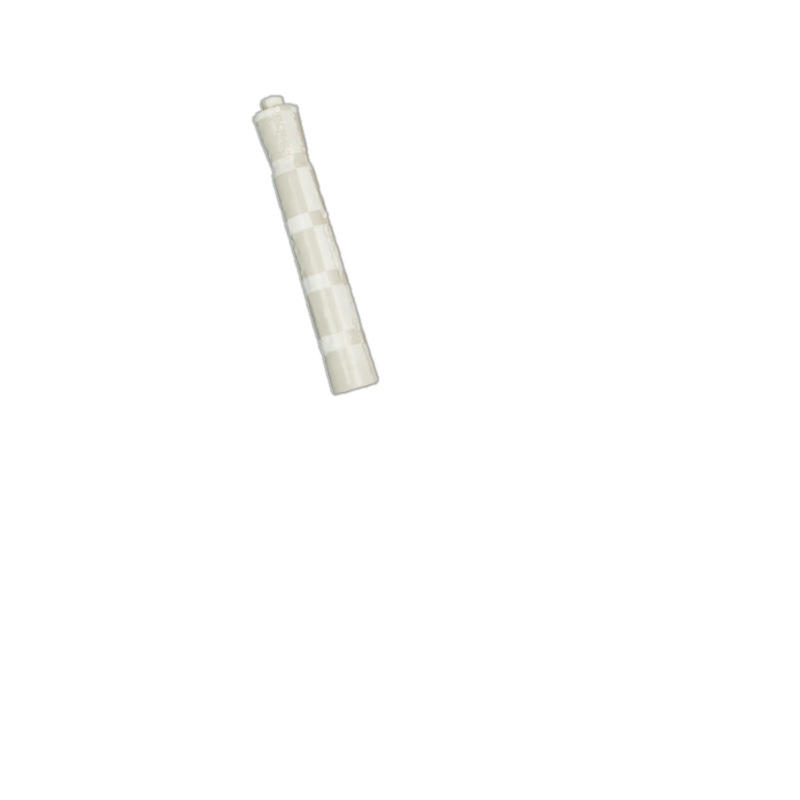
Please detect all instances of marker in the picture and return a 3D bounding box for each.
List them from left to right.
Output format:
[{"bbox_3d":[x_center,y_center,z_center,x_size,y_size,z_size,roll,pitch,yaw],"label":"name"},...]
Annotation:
[{"bbox_3d":[-0.034,-0.063,0.439,0.020,0.123,0.019,-16,-7,-3],"label":"marker"}]
